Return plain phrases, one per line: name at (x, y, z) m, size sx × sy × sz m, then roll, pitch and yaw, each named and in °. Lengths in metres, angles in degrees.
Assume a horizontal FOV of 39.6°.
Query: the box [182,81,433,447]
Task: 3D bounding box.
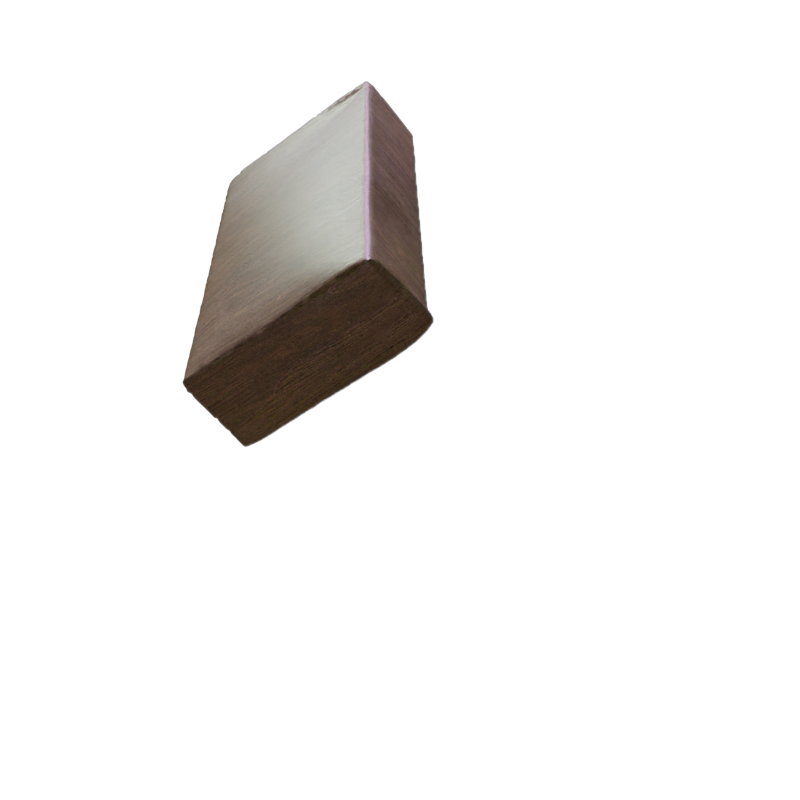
box at (-0.038, -0.069, 0.483) m, size 0.093 × 0.045 × 0.188 m, roll -32°, pitch 32°, yaw 18°
